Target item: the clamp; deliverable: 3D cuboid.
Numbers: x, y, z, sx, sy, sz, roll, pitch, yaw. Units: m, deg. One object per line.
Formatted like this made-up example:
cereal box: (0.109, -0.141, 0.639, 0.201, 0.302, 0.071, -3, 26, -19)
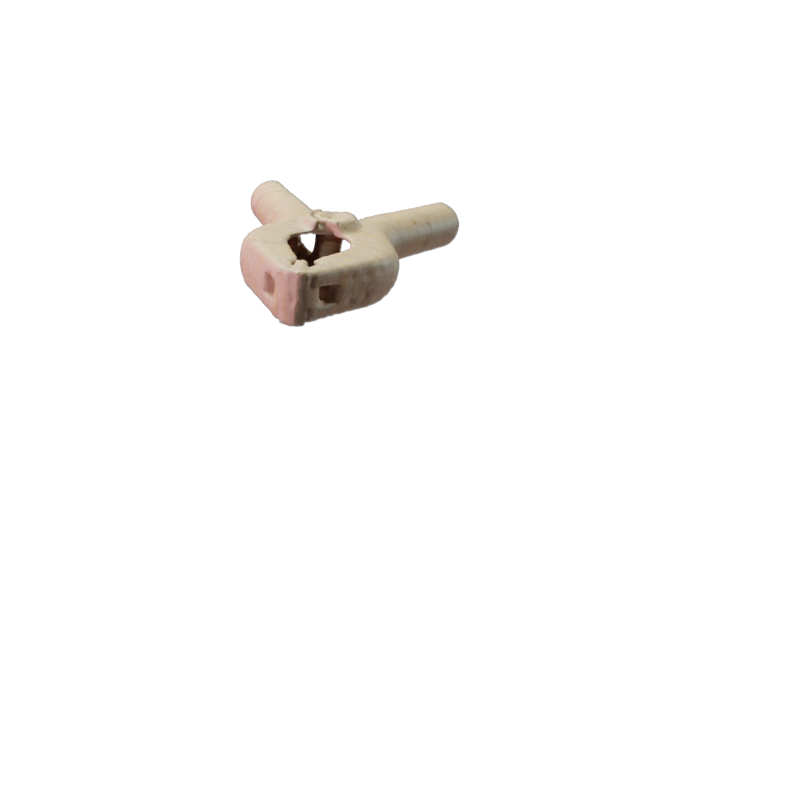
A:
clamp: (-0.046, -0.083, 0.582, 0.123, 0.038, 0.173, 7, 21, 17)
